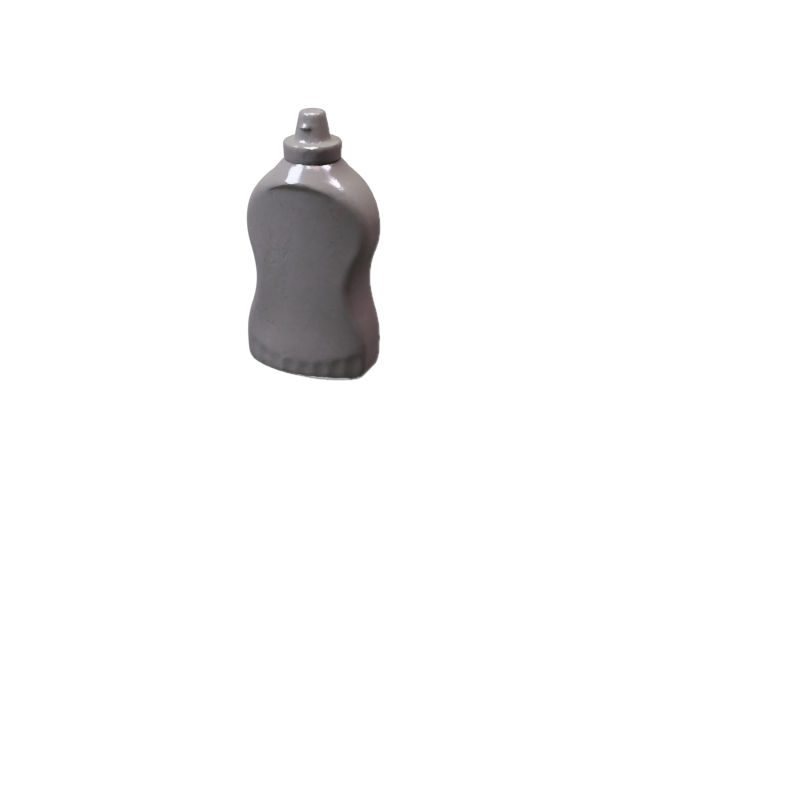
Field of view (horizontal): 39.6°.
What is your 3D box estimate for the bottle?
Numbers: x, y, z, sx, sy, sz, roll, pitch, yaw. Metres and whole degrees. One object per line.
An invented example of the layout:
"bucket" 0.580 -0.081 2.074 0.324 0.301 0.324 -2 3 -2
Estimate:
"bottle" -0.062 -0.113 0.790 0.100 0.183 0.059 11 23 23
